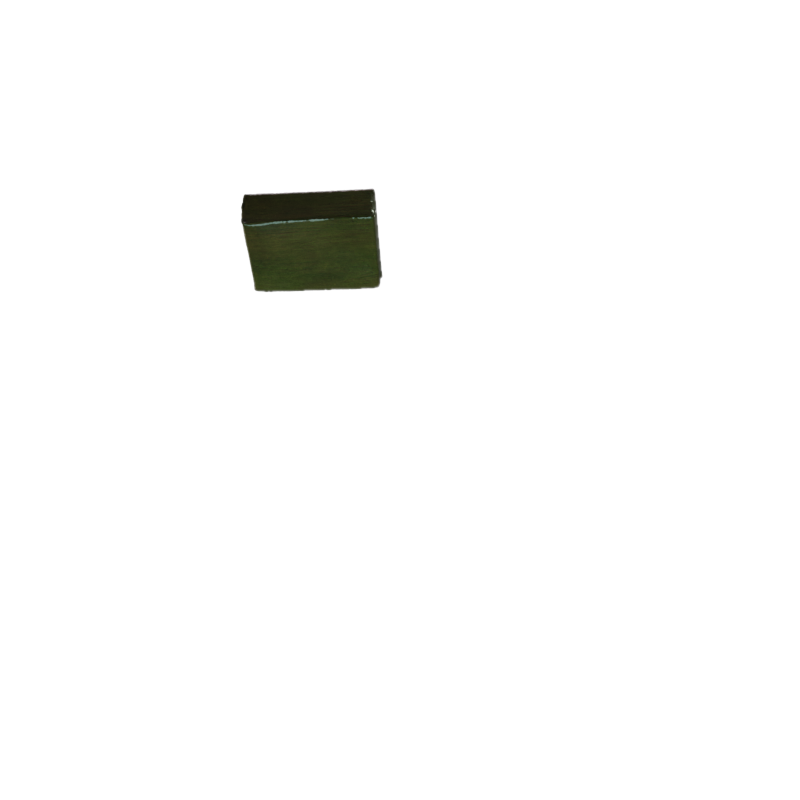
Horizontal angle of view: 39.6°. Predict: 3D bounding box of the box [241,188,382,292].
[{"bbox_3d":[-0.074,-0.135,0.943,0.114,0.042,0.083,-3,-40,3],"label":"box"}]
